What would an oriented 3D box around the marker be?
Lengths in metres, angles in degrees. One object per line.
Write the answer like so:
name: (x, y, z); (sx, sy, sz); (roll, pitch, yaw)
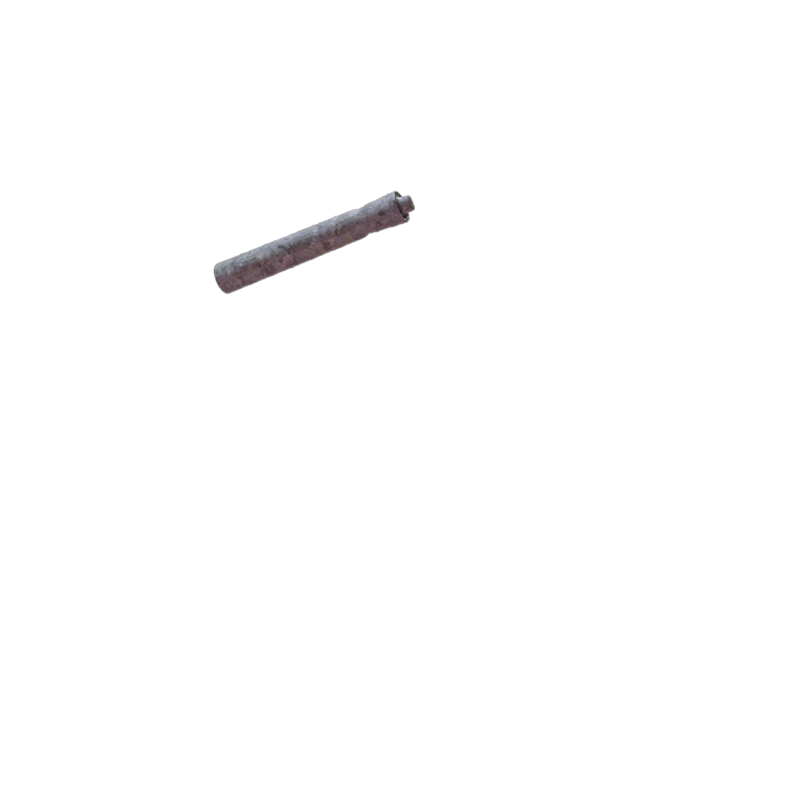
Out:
marker: (-0.048, -0.088, 0.616); (0.122, 0.020, 0.019); (-19, -3, 20)
